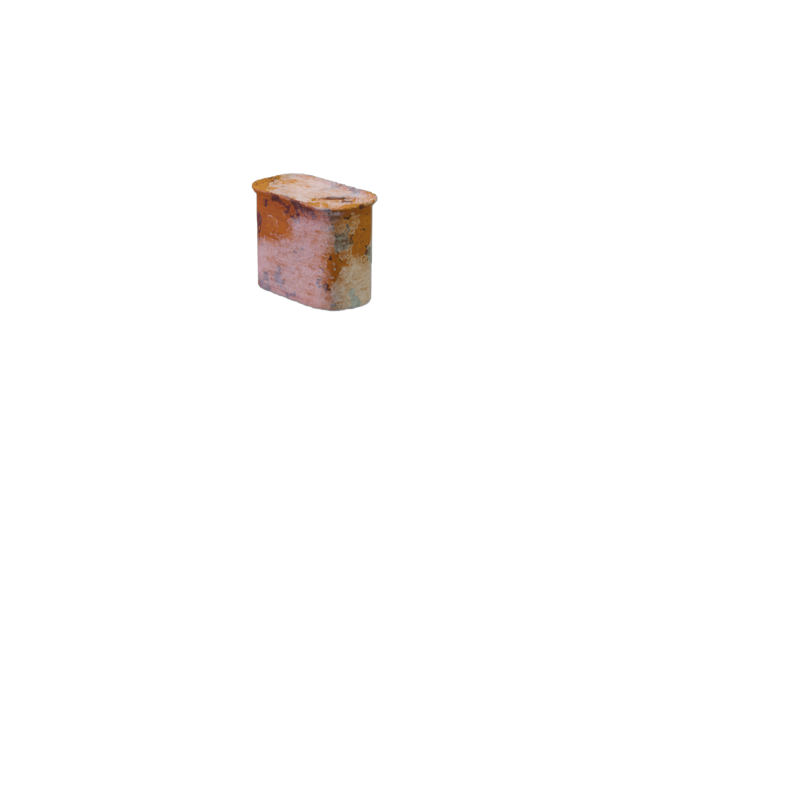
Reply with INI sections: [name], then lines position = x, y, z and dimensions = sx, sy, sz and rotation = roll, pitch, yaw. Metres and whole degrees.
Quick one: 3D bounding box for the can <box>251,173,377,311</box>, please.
[can]
position = -0.067, -0.122, 0.852
dimensions = 0.057, 0.080, 0.108
rotation = -19, 30, -41
